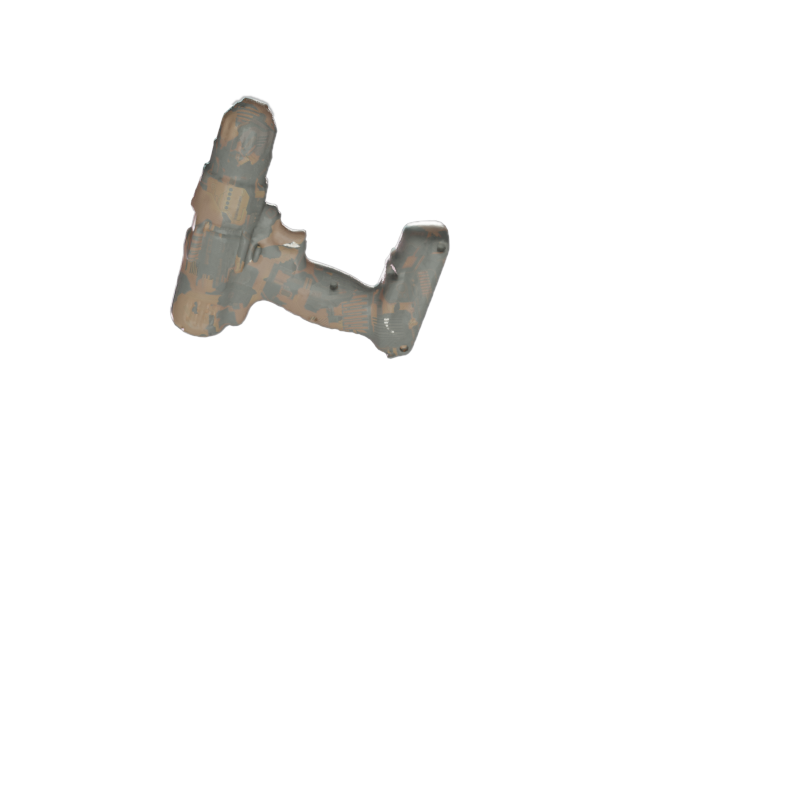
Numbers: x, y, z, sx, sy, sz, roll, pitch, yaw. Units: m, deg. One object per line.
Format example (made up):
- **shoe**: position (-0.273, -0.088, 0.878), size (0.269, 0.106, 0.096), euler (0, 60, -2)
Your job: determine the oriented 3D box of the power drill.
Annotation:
- **power drill**: position (-0.064, -0.116, 0.815), size (0.185, 0.177, 0.061), euler (15, 25, -8)
